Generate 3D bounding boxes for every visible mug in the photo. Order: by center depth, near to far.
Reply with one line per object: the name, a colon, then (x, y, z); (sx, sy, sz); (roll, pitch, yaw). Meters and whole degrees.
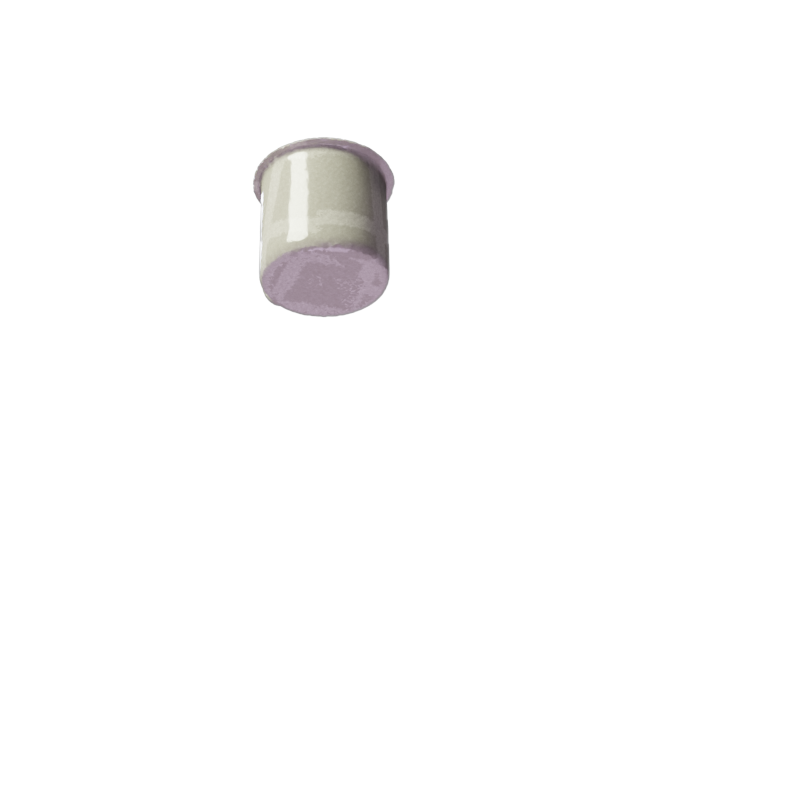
mug: (-0.056, -0.102, 0.715); (0.088, 0.087, 0.116); (22, -38, -32)
